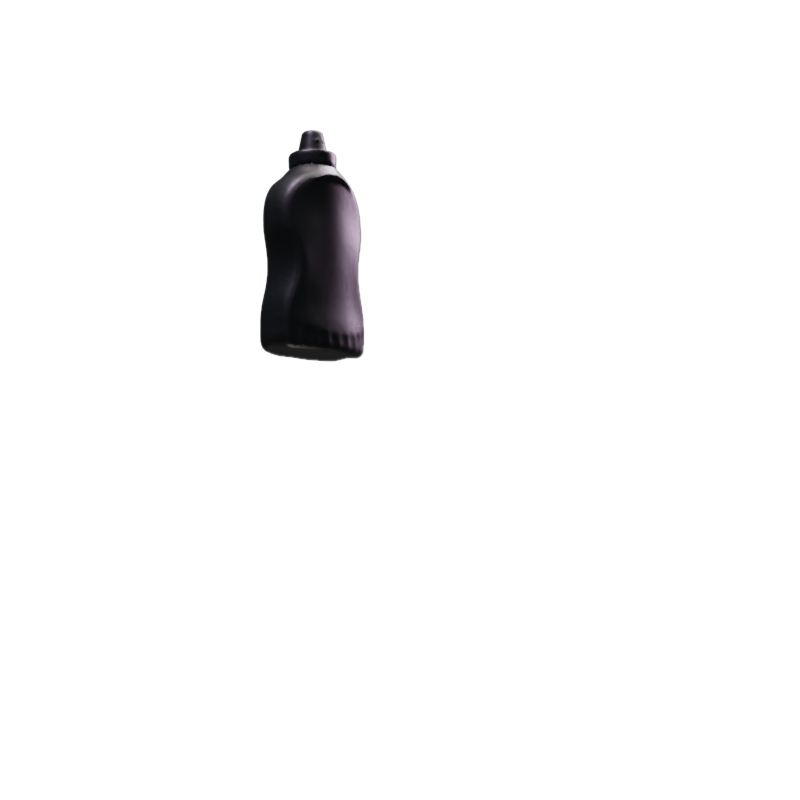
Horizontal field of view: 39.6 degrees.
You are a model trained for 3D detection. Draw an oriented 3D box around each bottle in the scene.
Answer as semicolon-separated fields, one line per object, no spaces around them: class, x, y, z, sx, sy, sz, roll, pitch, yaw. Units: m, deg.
bottle;-0.073;-0.132;0.925;0.060;0.198;0.091;-13;-17;42
